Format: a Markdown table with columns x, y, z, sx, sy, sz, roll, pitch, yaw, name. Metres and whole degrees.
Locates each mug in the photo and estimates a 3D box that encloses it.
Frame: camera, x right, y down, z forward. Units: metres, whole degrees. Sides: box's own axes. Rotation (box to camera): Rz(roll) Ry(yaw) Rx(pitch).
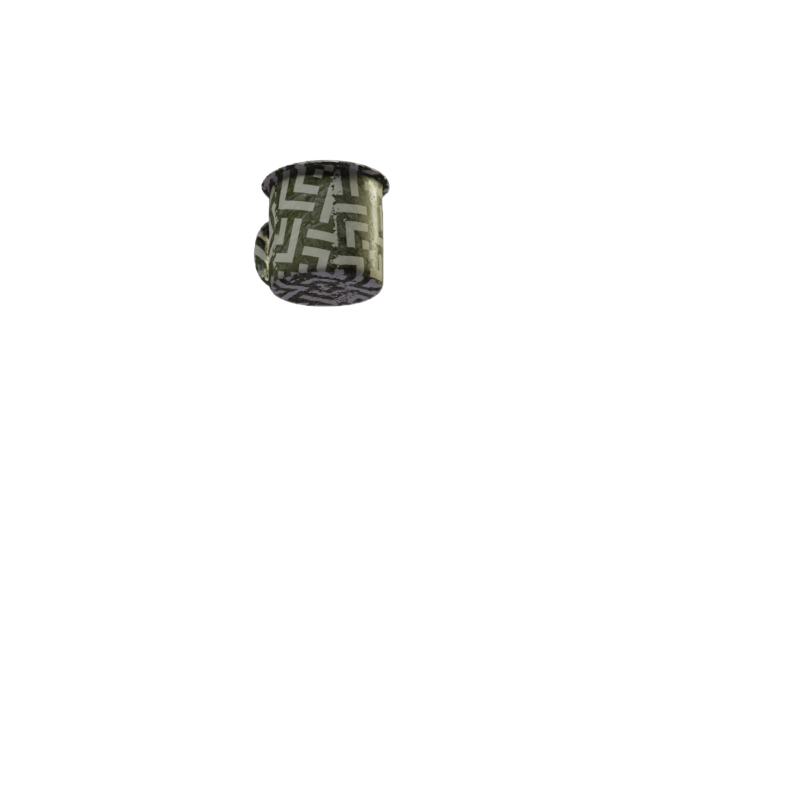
| x | y | z | sx | sy | sz | roll | pitch | yaw | name |
| --- | --- | --- | --- | --- | --- | --- | --- | --- | --- |
| -0.062 | -0.114 | 0.798 | 0.119 | 0.085 | 0.088 | -12 | -19 | 38 | mug |
